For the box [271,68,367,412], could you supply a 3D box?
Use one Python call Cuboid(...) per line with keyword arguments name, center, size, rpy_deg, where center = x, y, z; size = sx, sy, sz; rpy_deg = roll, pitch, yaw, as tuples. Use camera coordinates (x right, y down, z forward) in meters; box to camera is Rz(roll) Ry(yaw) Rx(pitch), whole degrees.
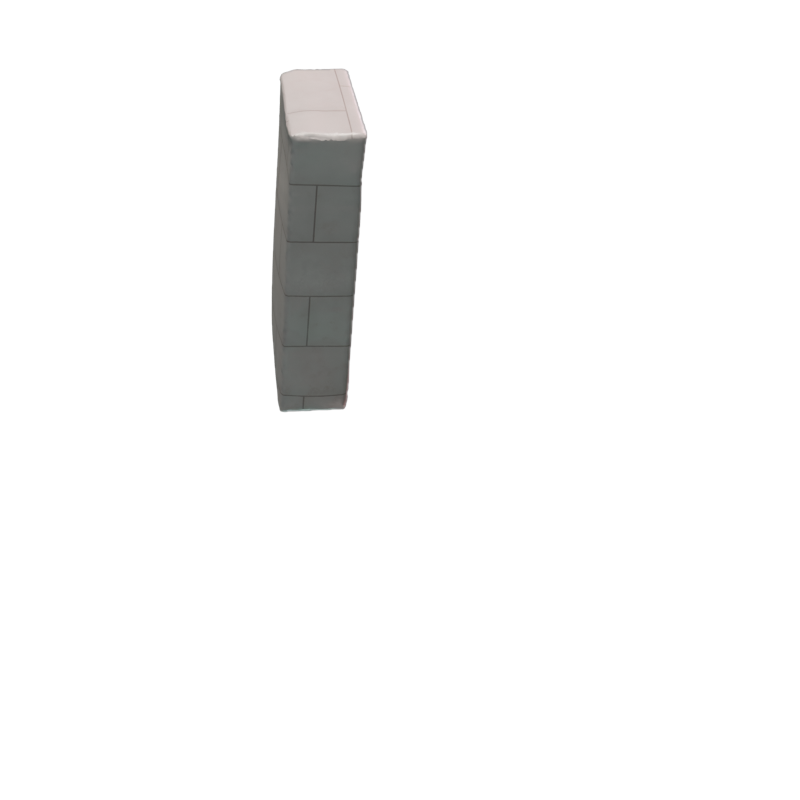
Cuboid(name="box", center=(-0.050, -0.090, 0.630), size=(0.048, 0.165, 0.100), rpy_deg=(-2, 33, -8))
